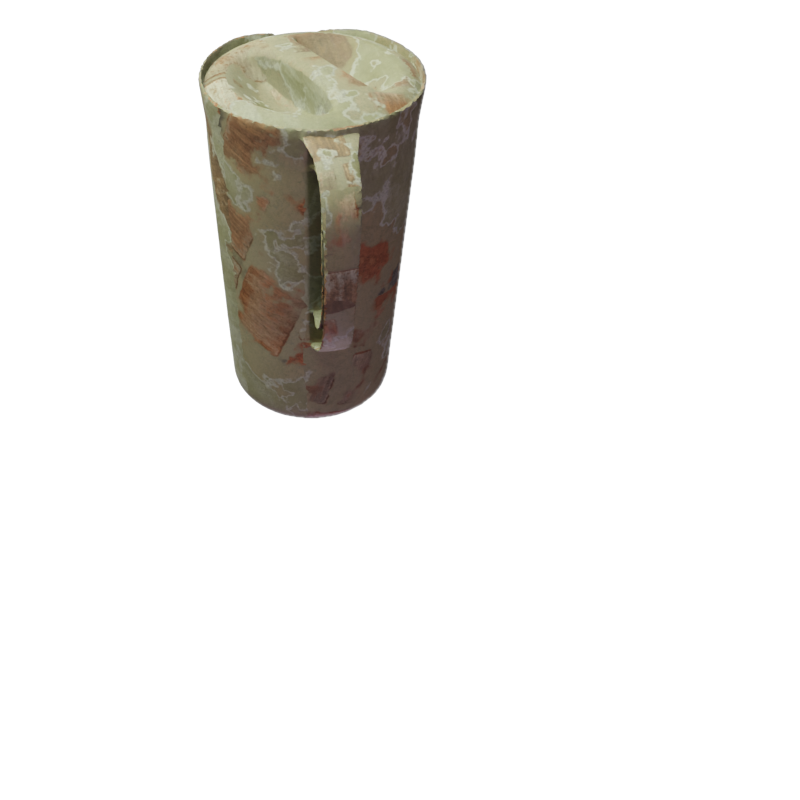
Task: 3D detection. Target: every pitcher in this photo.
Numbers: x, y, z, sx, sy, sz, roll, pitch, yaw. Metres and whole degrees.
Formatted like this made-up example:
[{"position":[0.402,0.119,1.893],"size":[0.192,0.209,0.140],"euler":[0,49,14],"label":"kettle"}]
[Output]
[{"position":[-0.055,-0.101,0.706],"size":[0.152,0.227,0.152],"euler":[23,43,24],"label":"pitcher"}]
